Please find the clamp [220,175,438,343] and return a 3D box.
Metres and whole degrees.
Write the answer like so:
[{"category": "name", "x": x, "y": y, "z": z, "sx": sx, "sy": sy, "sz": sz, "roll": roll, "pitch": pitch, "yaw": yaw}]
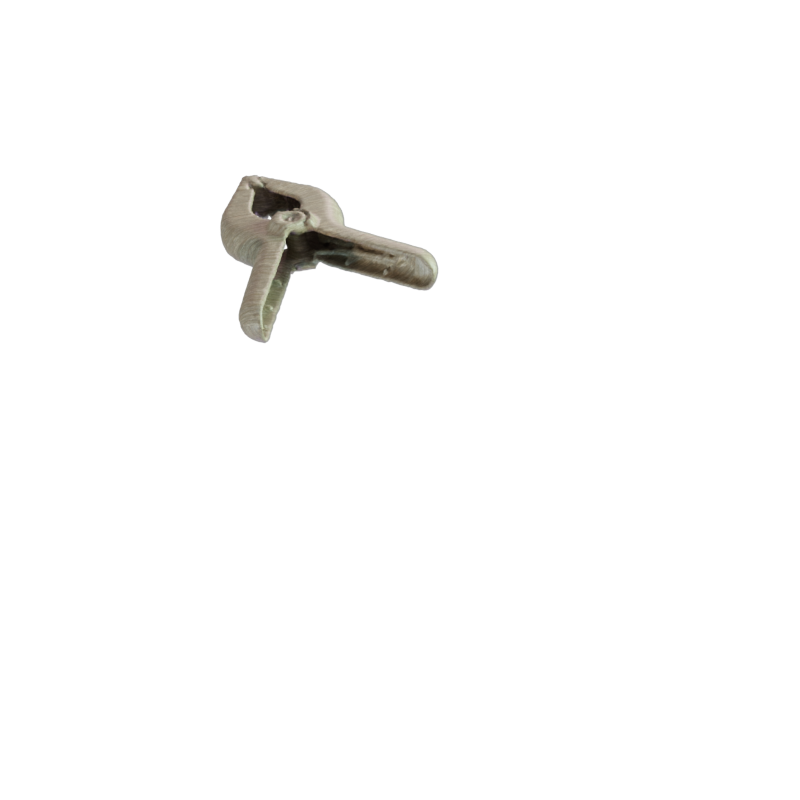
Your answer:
[{"category": "clamp", "x": -0.054, "y": -0.098, "z": 0.688, "sx": 0.119, "sy": 0.037, "sz": 0.185, "roll": -9, "pitch": 37, "yaw": -13}]
